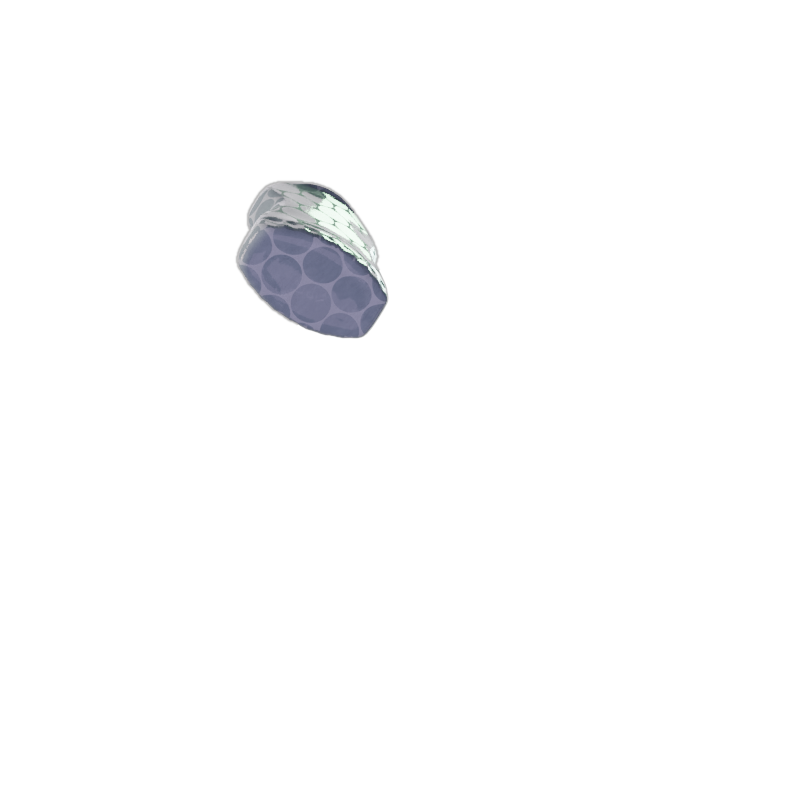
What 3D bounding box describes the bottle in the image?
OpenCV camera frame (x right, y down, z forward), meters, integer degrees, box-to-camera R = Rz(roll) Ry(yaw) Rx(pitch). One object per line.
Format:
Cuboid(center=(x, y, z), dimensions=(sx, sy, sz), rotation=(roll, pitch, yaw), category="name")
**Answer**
Cuboid(center=(-0.060, -0.109, 0.769), dimensions=(0.094, 0.057, 0.201), rotation=(27, 18, -14), category="bottle")
